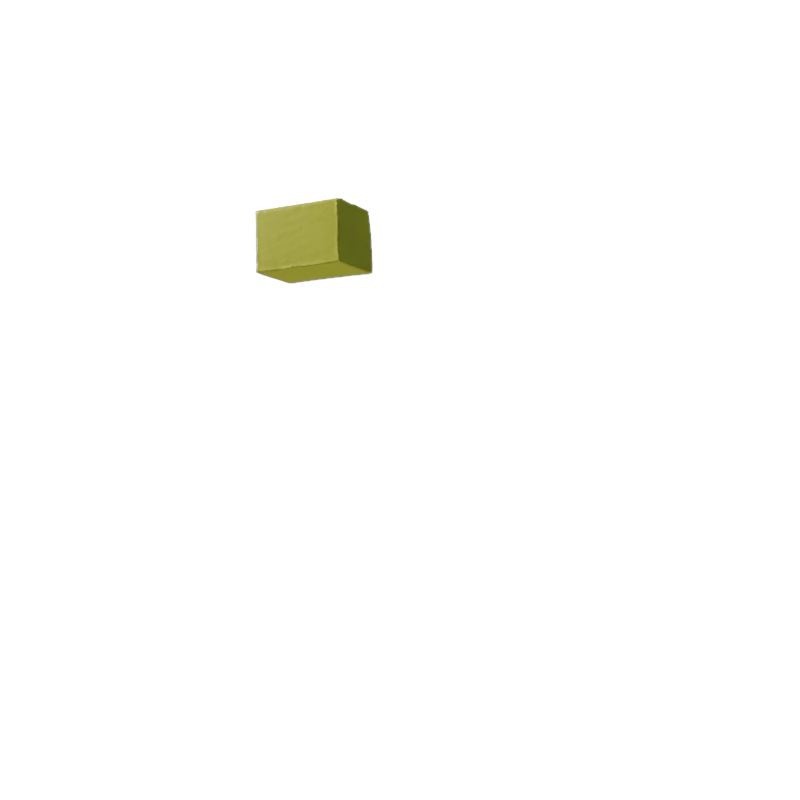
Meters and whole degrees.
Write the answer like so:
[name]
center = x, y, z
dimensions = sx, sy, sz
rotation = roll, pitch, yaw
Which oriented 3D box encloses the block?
[block]
center = -0.068, -0.124, 0.866
dimensions = 0.080, 0.053, 0.050
rotation = -4, -10, 28
